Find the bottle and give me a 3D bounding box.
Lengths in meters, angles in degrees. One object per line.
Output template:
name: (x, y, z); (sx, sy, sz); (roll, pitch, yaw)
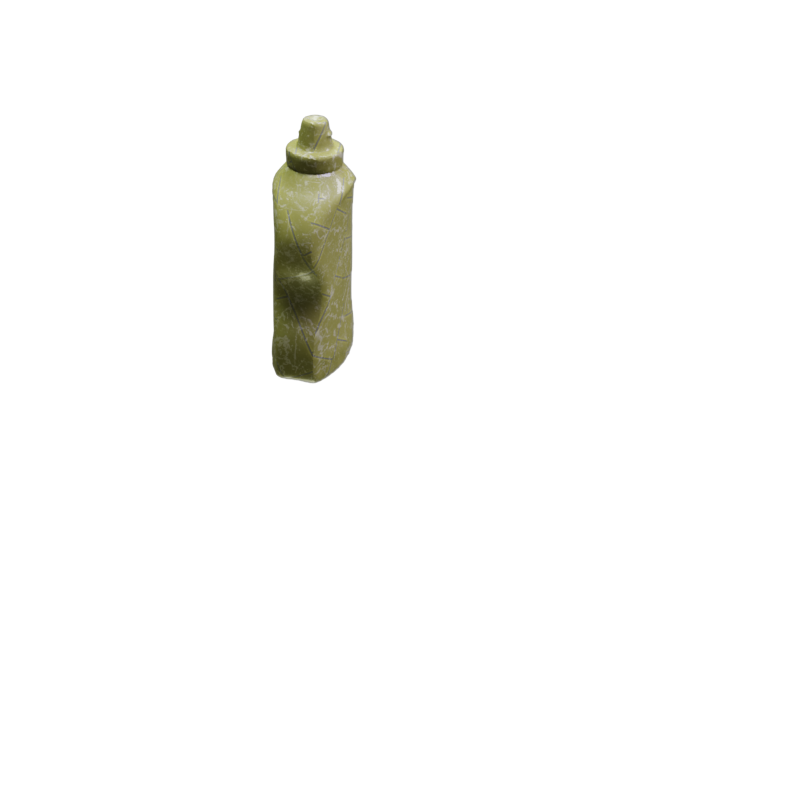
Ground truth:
bottle: (-0.063, -0.115, 0.809); (0.060, 0.181, 0.100); (9, 31, 12)
